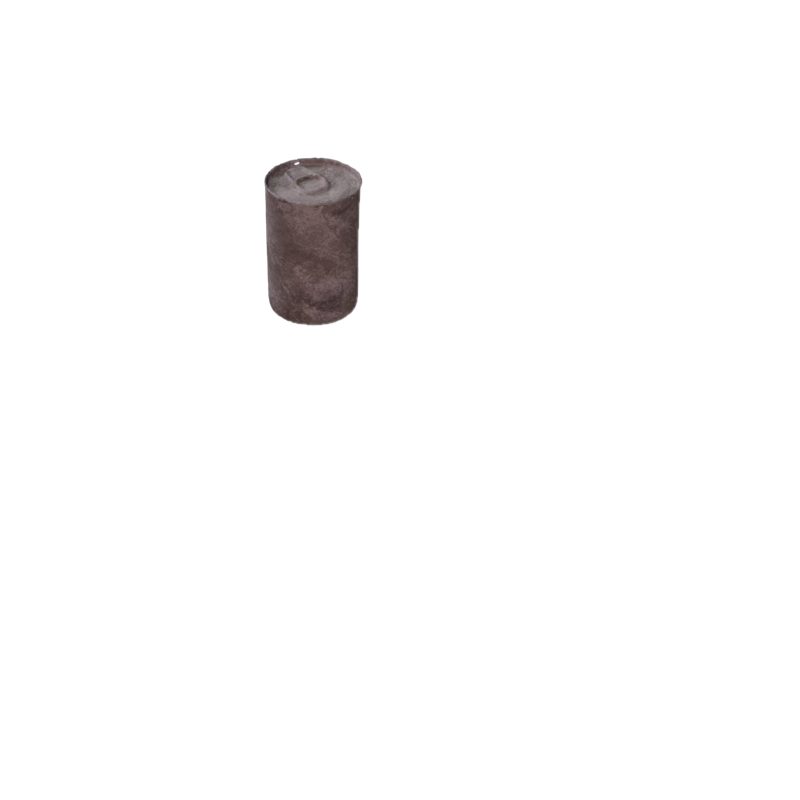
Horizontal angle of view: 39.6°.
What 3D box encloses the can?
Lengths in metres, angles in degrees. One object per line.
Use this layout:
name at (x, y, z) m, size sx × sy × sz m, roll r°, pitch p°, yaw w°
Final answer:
can at (-0.062, -0.113, 0.793) m, size 0.068 × 0.096 × 0.073 m, roll 0°, pitch 35°, yaw -3°
